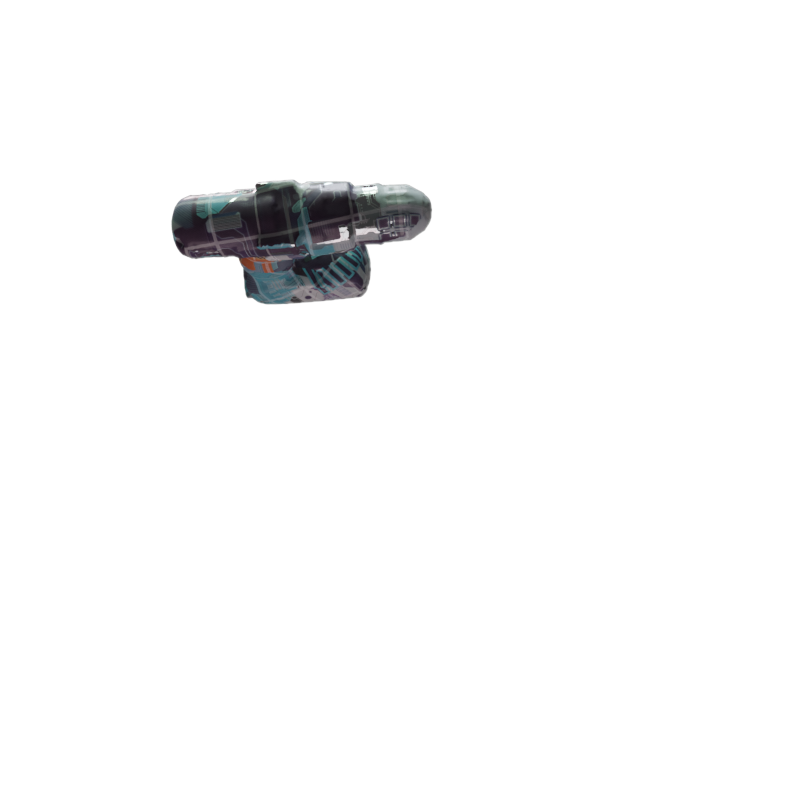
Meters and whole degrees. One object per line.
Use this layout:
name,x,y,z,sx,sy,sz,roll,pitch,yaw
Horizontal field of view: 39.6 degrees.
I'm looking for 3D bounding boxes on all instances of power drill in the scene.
power drill,-0.067,-0.121,0.850,0.186,0.059,0.181,-1,-9,5
